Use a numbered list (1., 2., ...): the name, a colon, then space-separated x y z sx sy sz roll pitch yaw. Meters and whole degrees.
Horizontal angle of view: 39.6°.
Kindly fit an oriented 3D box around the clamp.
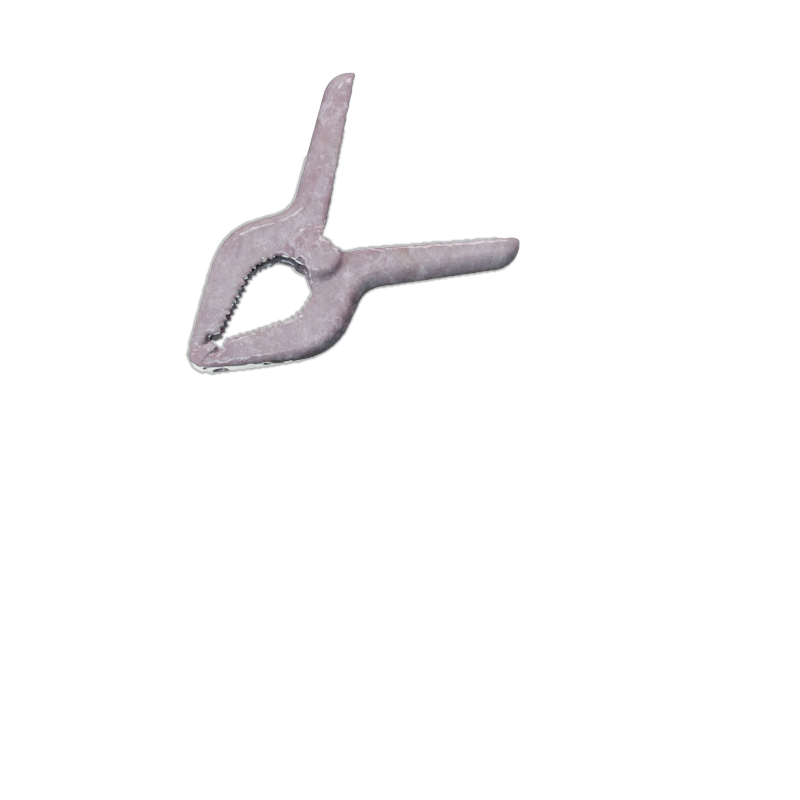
1. clamp: -0.054 -0.099 0.693 0.210 0.171 0.035 -35 -13 -10
